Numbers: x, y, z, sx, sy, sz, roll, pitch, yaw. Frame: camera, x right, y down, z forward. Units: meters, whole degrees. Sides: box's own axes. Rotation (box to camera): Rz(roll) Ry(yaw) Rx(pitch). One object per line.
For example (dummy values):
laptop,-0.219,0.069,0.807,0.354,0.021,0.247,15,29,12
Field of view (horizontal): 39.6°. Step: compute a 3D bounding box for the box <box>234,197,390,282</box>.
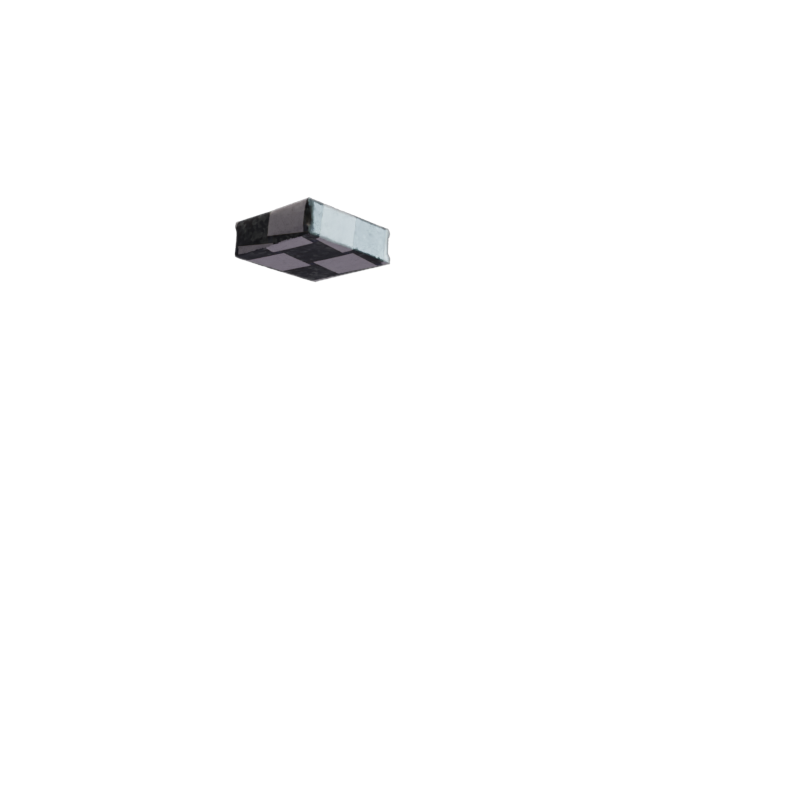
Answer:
box,-0.062,-0.113,0.792,0.075,0.031,0.084,-11,-16,40
